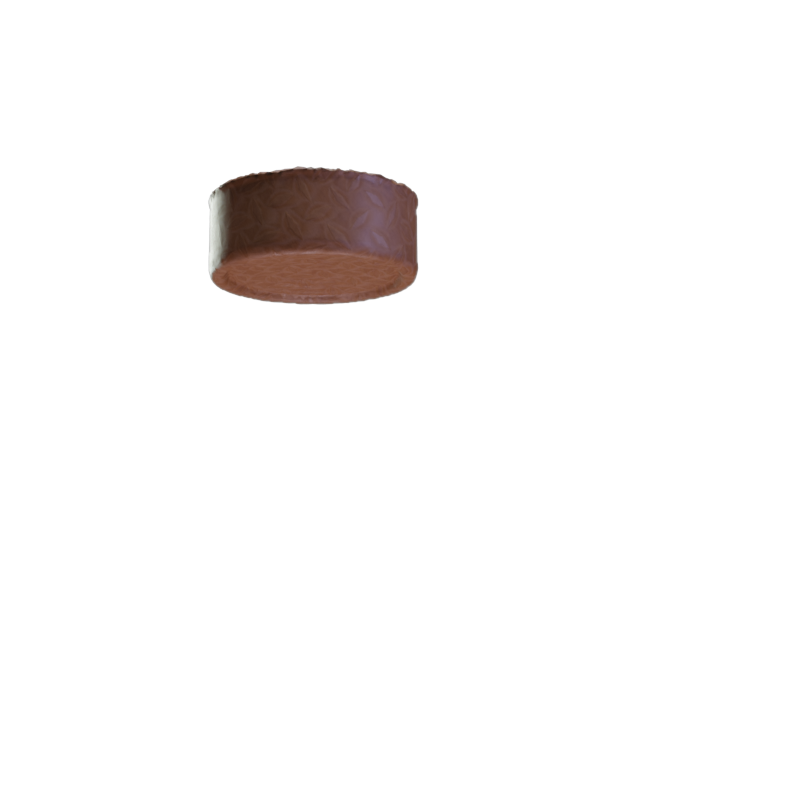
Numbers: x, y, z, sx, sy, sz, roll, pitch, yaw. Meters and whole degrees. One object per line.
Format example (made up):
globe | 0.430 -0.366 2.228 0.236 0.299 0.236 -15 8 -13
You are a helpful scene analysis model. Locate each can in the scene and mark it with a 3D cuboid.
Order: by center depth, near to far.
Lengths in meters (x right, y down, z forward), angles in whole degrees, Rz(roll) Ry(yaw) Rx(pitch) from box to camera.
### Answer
can | -0.035 -0.064 0.449 0.086 0.035 0.083 0 -10 -2
